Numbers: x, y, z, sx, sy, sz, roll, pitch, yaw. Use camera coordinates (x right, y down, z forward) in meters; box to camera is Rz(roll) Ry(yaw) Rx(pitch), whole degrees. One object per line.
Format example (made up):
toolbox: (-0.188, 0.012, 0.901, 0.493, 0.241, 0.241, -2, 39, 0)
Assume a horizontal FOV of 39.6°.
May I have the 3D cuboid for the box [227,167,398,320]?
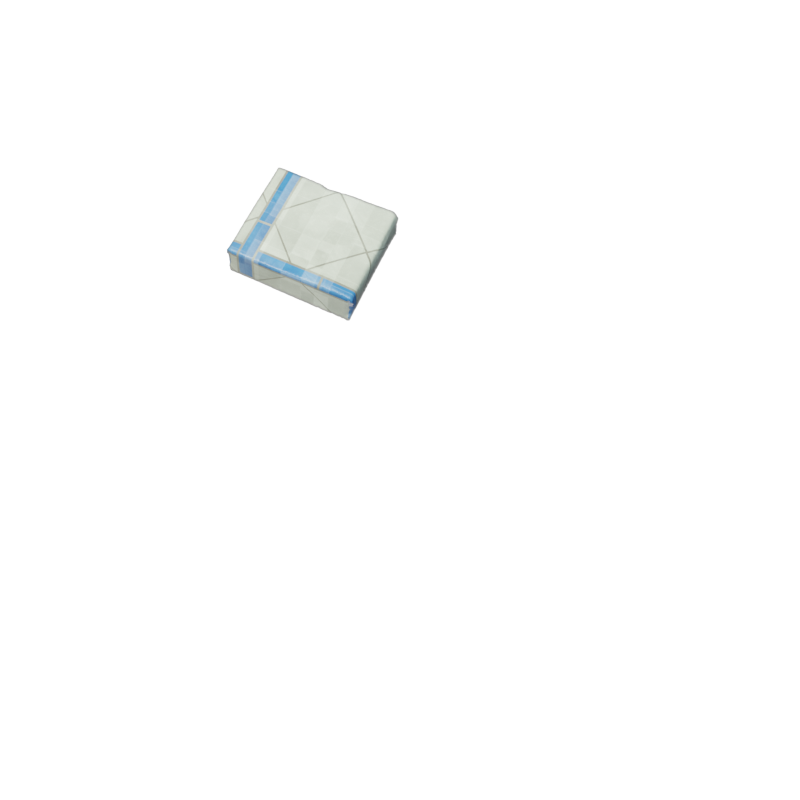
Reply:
box: (-0.056, -0.103, 0.720, 0.092, 0.076, 0.028, 22, -27, 12)
